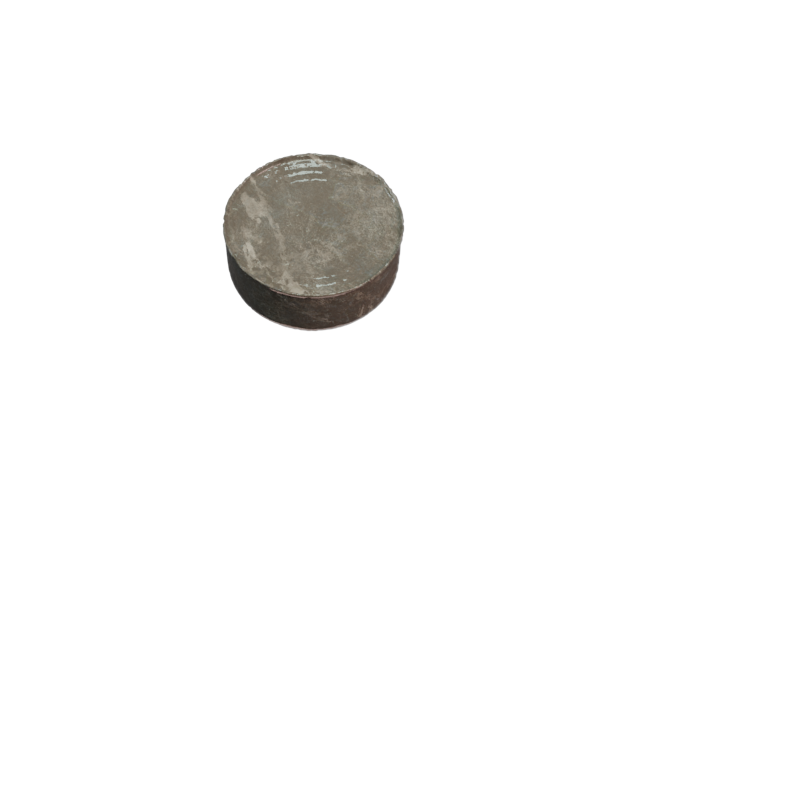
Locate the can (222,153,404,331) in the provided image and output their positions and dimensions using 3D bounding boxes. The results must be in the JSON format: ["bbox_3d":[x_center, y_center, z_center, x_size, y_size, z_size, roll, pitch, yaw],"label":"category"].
[{"bbox_3d":[-0.042,-0.077,0.537,0.086,0.092,0.031,-1,-34,-1],"label":"can"}]
